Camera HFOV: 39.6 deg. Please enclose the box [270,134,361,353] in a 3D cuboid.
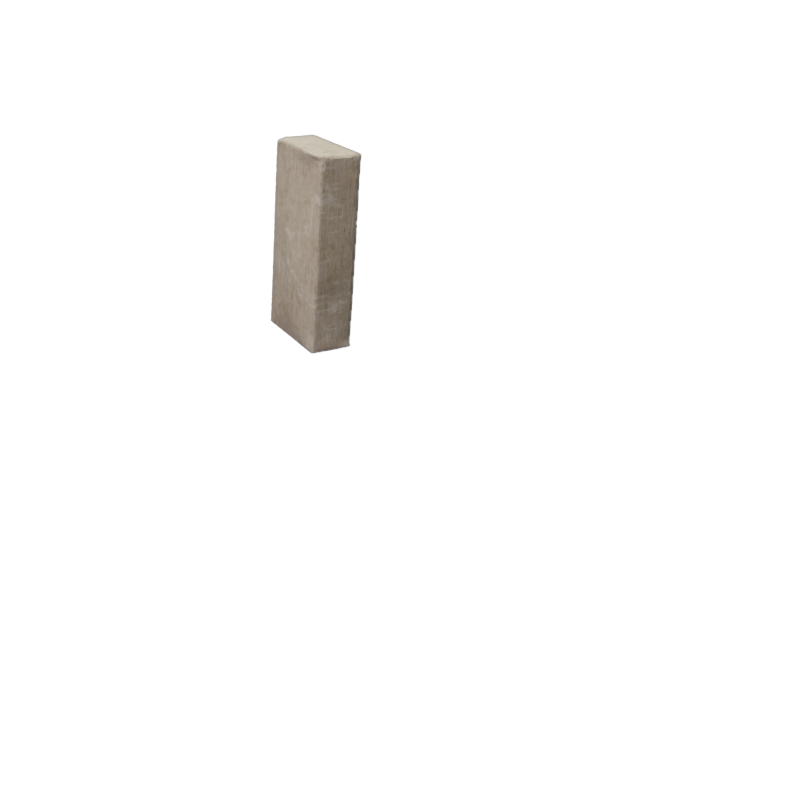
[{"bbox_3d":[-0.077,-0.140,0.982,0.047,0.169,0.099,-8,21,-28],"label":"box"}]
